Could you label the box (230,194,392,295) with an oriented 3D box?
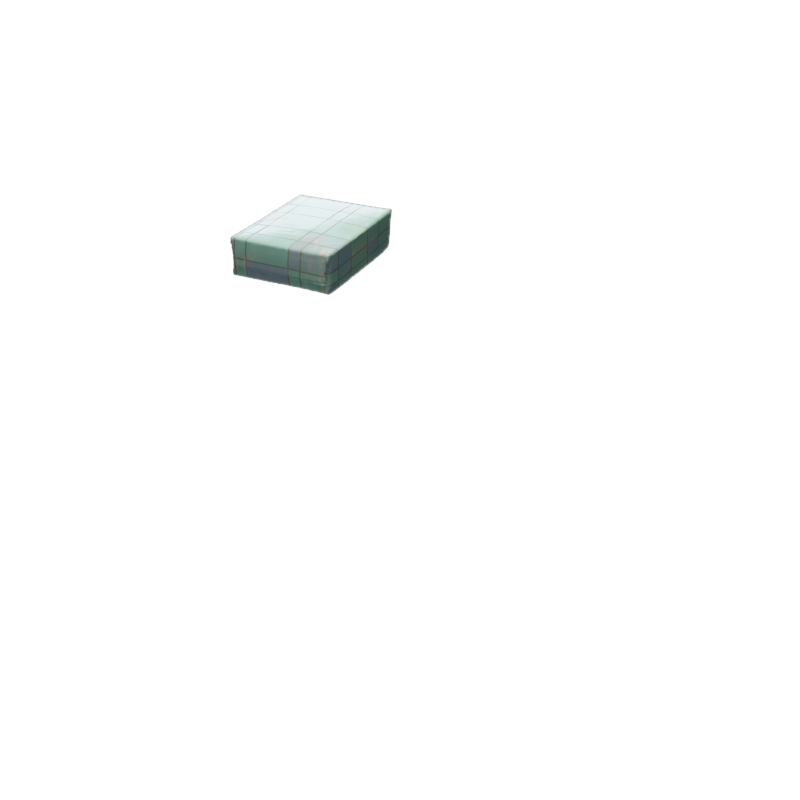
[{"bbox_3d":[-0.070,-0.128,0.898,0.094,0.037,0.115,13,30,24],"label":"box"}]
